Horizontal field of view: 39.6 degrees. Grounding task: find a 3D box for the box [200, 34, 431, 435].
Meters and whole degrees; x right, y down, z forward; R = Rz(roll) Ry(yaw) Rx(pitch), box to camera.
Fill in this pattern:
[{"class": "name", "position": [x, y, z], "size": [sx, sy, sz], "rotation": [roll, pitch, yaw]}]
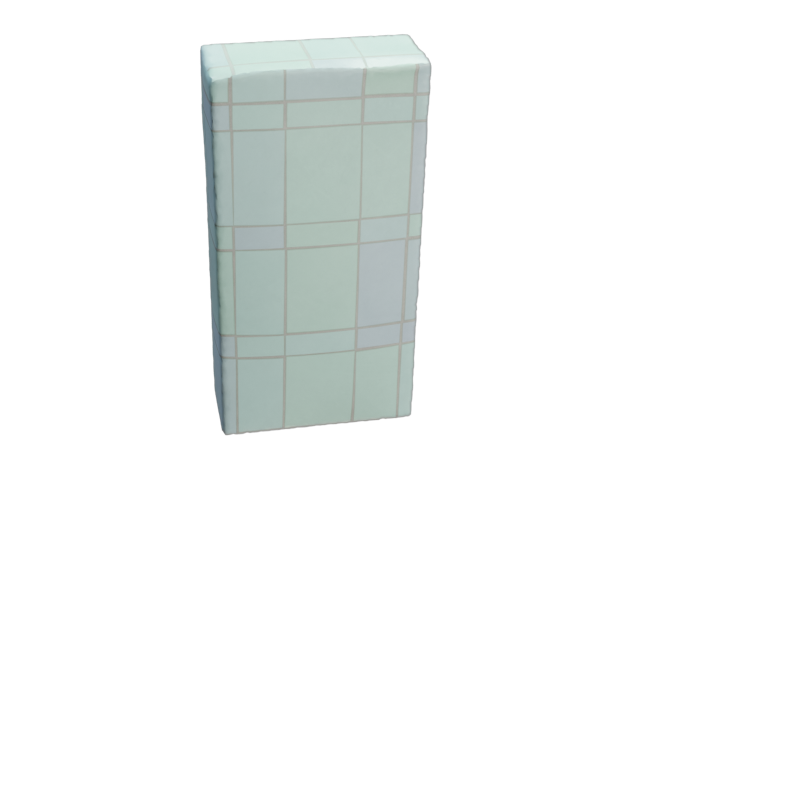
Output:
[{"class": "box", "position": [-0.039, -0.070, 0.492], "size": [0.092, 0.165, 0.052], "rotation": [-5, 33, -11]}]
